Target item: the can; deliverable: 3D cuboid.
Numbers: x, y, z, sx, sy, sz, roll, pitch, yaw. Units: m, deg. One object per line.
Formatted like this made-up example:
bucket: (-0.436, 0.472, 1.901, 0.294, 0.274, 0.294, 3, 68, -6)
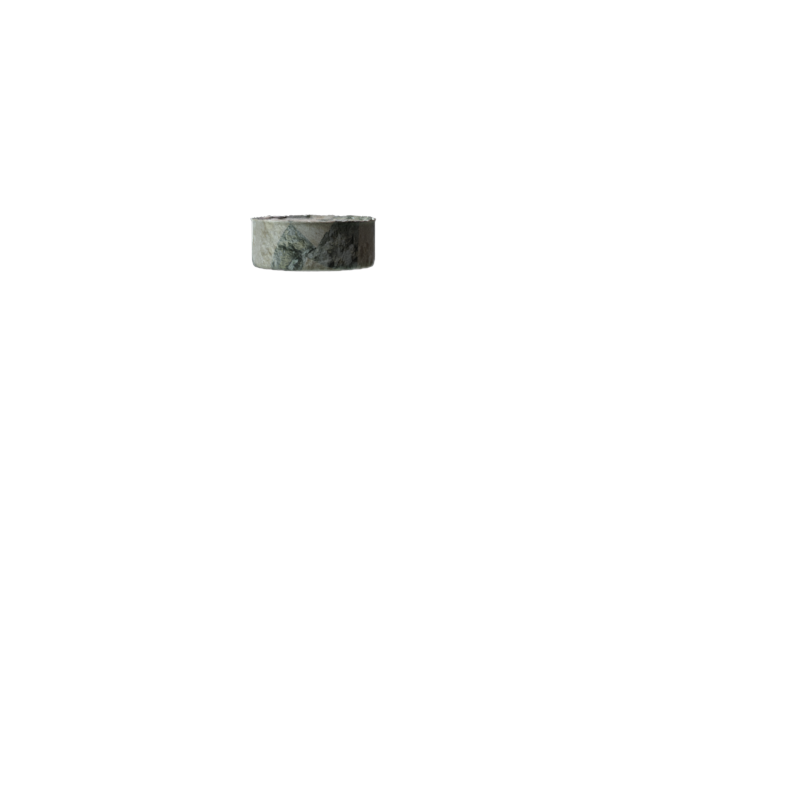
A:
can: (-0.059, -0.108, 0.758, 0.086, 0.033, 0.088, 0, 11, -2)
